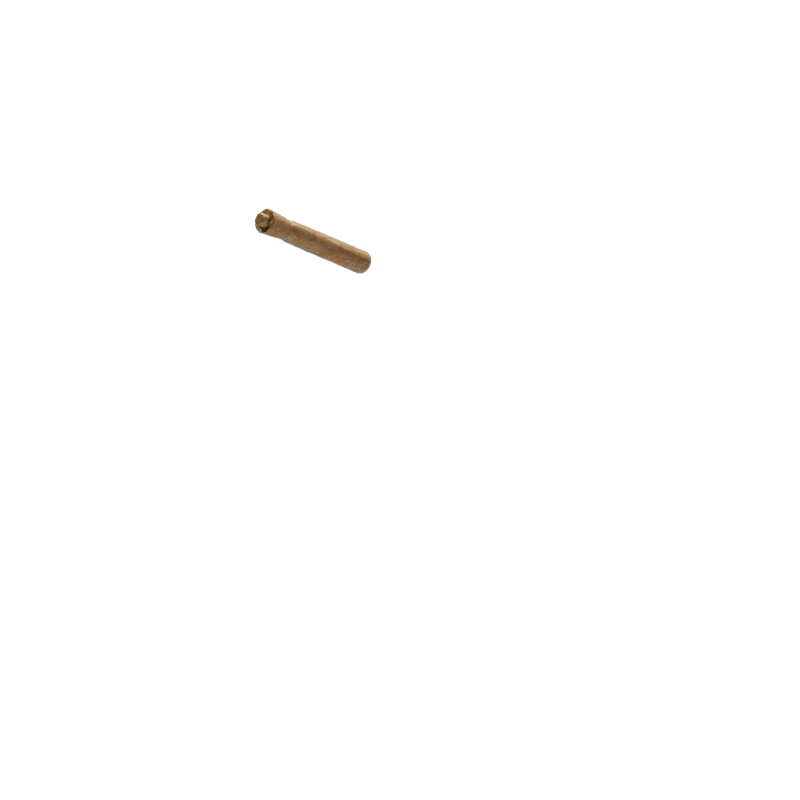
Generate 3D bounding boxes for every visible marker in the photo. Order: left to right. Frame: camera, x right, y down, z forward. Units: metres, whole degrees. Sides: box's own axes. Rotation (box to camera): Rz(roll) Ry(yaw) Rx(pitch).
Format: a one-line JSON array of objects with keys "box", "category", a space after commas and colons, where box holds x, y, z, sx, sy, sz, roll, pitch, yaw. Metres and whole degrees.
[{"box": [-0.066, -0.120, 0.842, 0.021, 0.020, 0.114, 4, -9, 41], "category": "marker"}]
